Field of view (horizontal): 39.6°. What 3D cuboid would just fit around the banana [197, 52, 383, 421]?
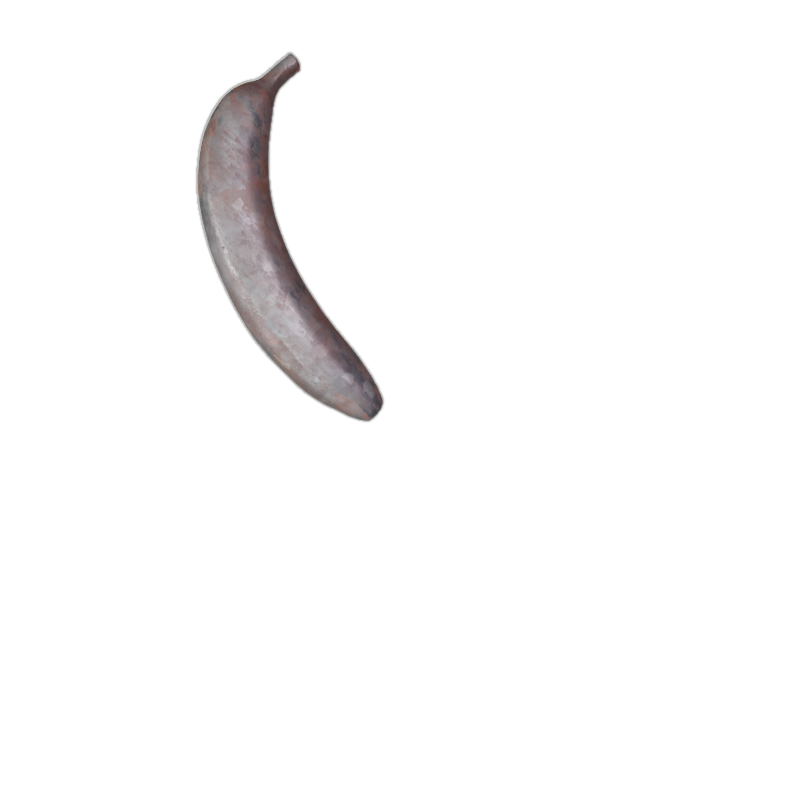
[{"bbox_3d":[-0.063,-0.081,0.569,0.069,0.201,0.036,-13,-6,-2],"label":"banana"}]
